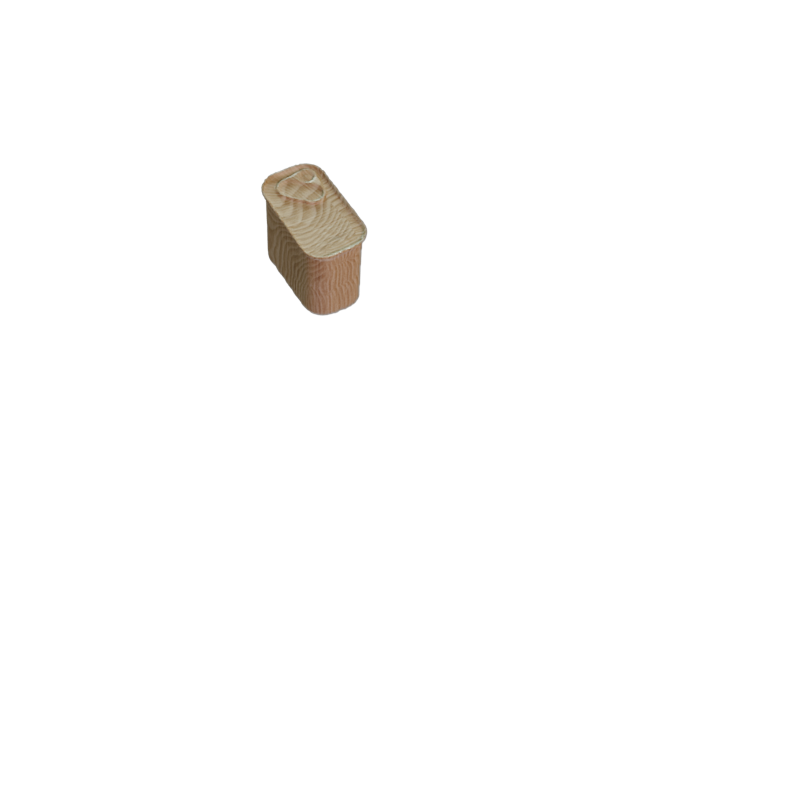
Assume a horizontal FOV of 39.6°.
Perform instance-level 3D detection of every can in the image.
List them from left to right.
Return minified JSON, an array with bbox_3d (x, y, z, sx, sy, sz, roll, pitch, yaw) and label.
[{"bbox_3d":[-0.073,-0.132,0.925,0.057,0.110,0.078,-24,-32,-19],"label":"can"}]
